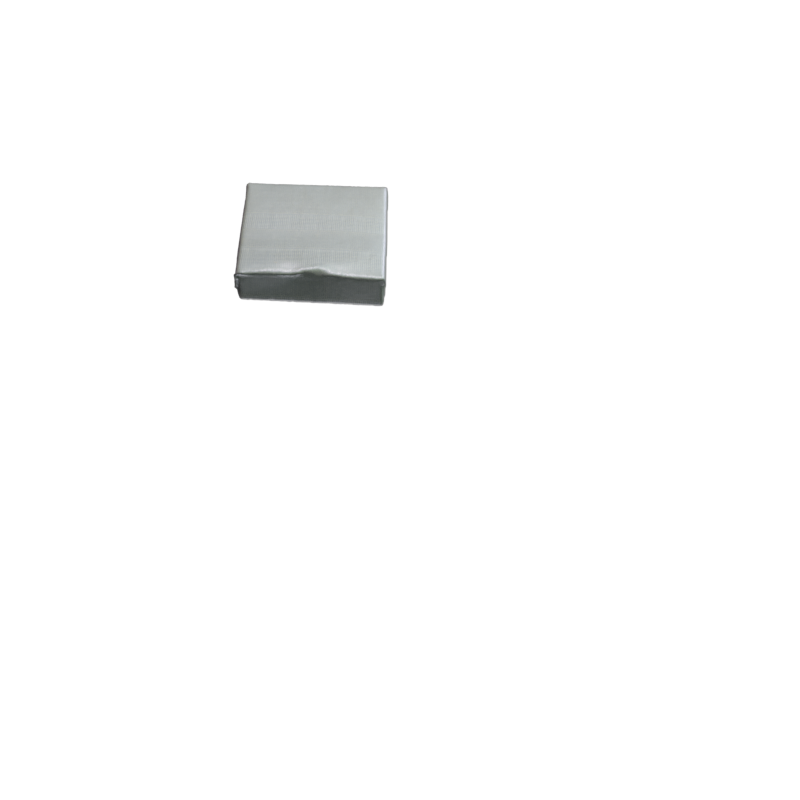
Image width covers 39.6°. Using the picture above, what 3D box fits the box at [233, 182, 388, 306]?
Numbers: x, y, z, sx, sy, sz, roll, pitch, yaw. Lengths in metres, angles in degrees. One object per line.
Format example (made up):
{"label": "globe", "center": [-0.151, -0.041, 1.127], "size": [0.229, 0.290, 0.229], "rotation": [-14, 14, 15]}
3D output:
{"label": "box", "center": [-0.053, -0.096, 0.669], "size": [0.089, 0.078, 0.028], "rotation": [2, -37, 1]}
